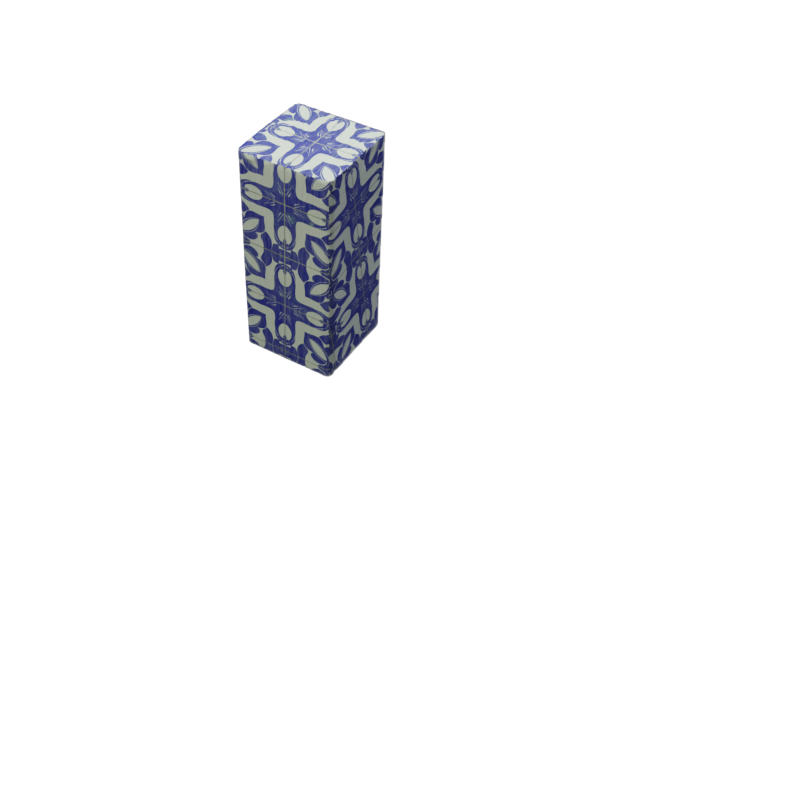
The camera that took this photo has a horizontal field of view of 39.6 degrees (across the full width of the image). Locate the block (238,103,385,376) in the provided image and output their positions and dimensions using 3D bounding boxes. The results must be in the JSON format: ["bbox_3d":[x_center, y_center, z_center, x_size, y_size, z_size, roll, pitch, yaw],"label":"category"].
[{"bbox_3d":[-0.075,-0.135,0.949,0.095,0.192,0.092,23,45,21],"label":"block"}]
